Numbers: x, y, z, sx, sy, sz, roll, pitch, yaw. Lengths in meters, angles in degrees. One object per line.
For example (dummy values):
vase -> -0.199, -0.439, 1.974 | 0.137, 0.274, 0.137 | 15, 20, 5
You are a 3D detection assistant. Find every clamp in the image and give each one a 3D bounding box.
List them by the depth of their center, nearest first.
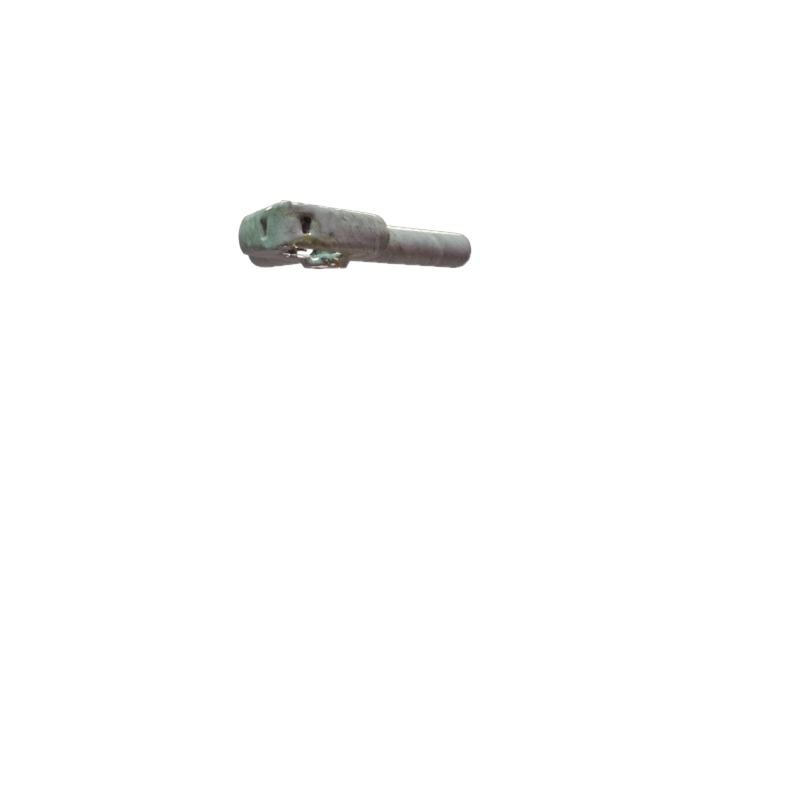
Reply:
clamp -> -0.057, -0.104, 0.729 | 0.169, 0.036, 0.204 | 1, 3, 20
